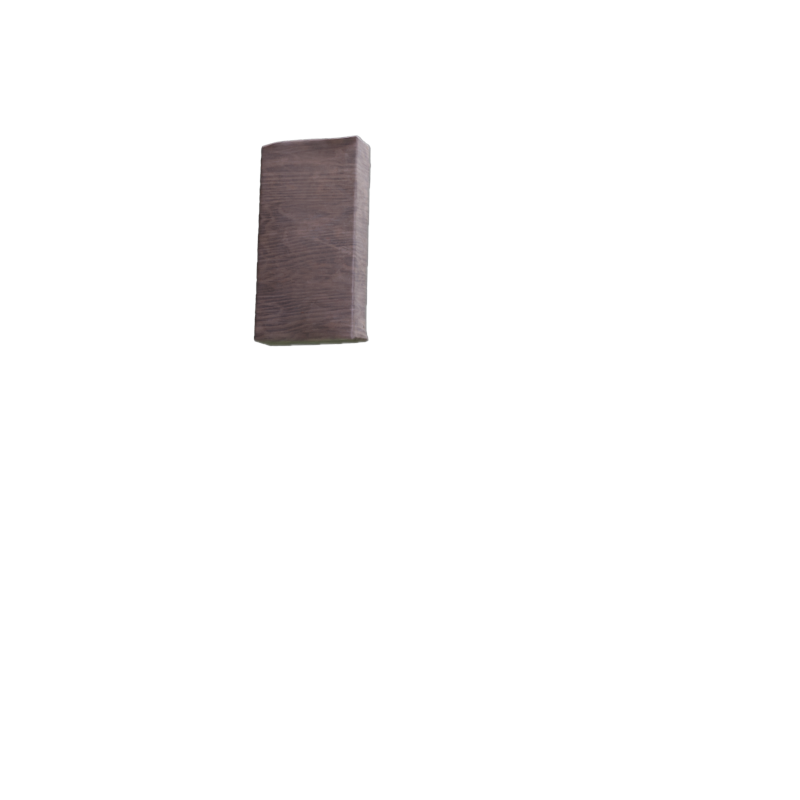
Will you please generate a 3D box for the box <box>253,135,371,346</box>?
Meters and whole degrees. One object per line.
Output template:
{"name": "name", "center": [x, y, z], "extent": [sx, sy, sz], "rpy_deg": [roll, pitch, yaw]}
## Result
{"name": "box", "center": [-0.075, -0.136, 0.956], "extent": [0.095, 0.180, 0.046], "rpy_deg": [-3, -9, 19]}
